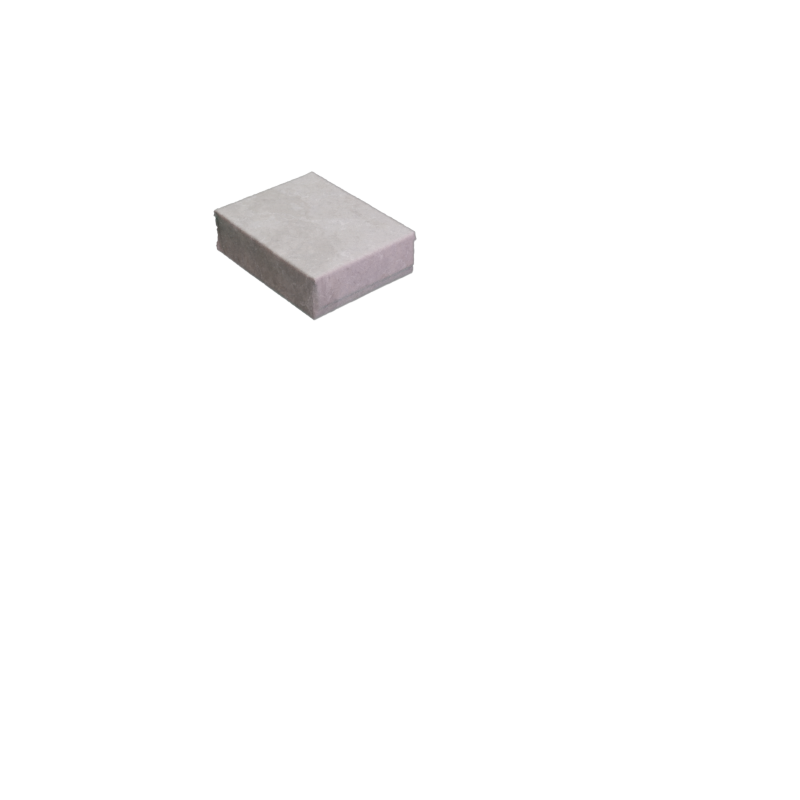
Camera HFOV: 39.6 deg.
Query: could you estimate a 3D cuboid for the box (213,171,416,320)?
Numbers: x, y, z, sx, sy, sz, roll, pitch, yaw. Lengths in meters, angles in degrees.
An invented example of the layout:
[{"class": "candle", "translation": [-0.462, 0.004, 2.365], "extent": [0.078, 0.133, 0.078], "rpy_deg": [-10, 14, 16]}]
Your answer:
[{"class": "box", "translation": [-0.059, -0.108, 0.759], "extent": [0.089, 0.036, 0.122], "rpy_deg": [-27, 44, -33]}]
